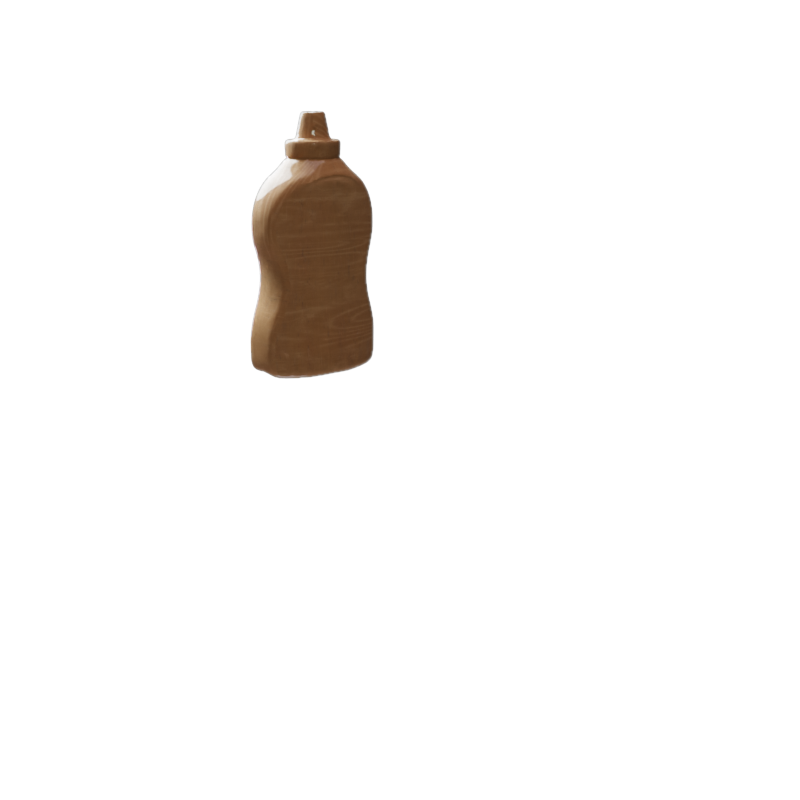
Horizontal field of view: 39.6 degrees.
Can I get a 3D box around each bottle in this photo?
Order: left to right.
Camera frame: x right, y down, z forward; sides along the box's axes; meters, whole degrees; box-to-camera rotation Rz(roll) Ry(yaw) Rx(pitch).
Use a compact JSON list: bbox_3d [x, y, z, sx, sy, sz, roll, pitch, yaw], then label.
[{"bbox_3d":[-0.065,-0.117,0.822,0.093,0.187,0.061,-7,12,-35],"label":"bottle"}]
